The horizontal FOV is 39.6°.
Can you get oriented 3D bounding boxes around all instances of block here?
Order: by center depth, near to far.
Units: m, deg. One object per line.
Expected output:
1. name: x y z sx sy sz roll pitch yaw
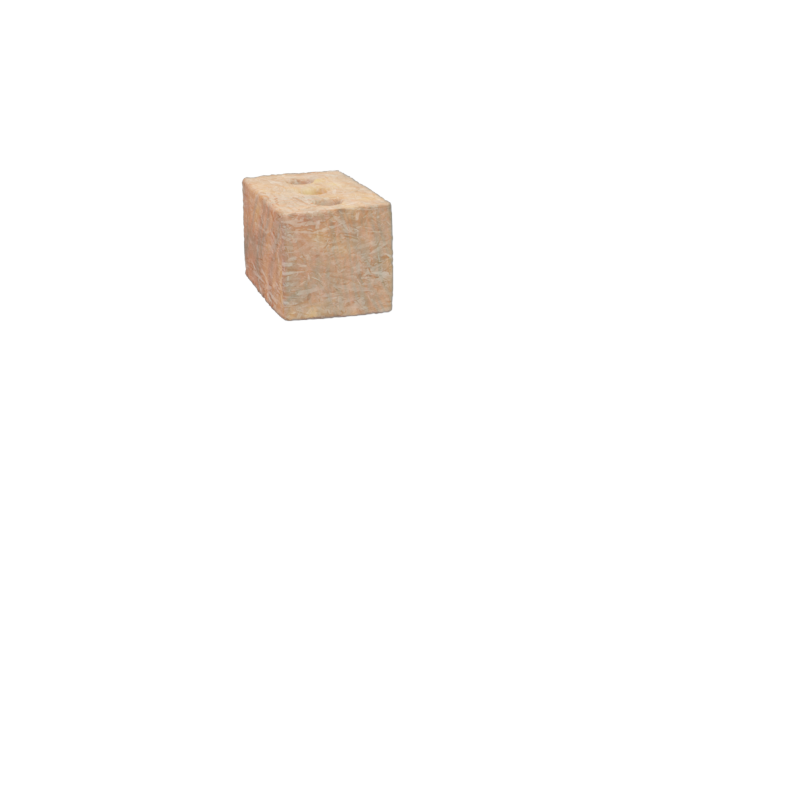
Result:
1. block: -0.041 -0.075 0.525 0.052 0.049 0.083 -7 22 -19
